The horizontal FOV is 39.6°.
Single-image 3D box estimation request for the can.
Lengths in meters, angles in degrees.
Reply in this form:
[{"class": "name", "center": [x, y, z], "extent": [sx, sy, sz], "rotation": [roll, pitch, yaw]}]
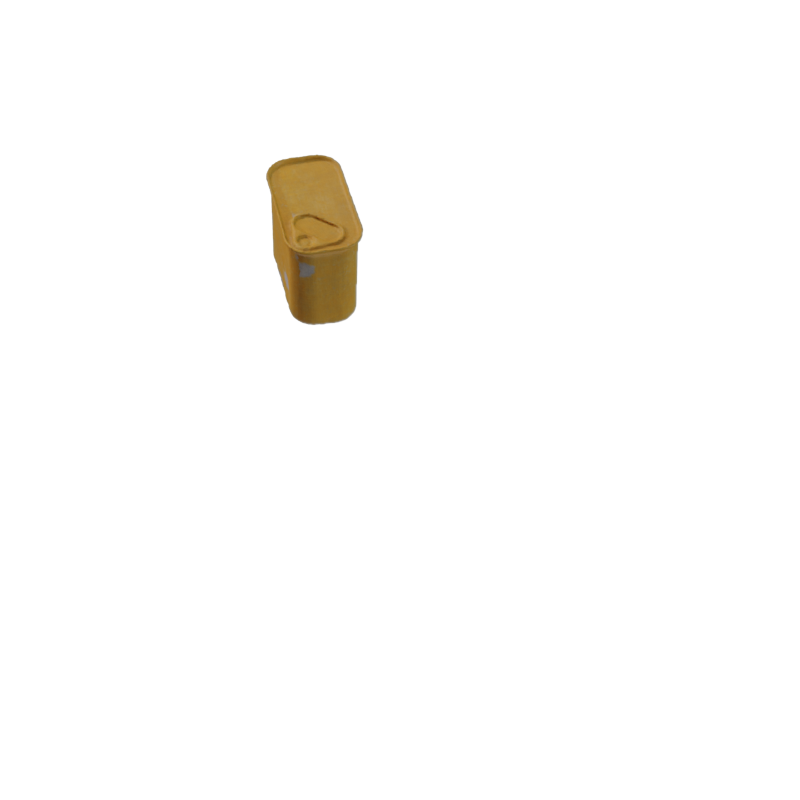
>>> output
[{"class": "can", "center": [-0.065, -0.119, 0.833], "extent": [0.057, 0.110, 0.078], "rotation": [-10, -40, -11]}]
